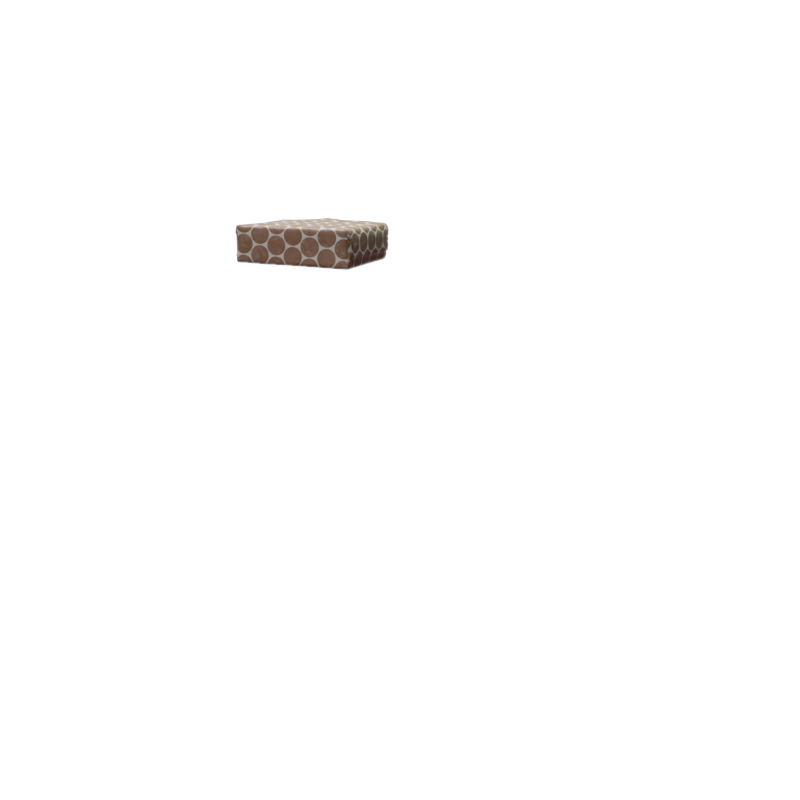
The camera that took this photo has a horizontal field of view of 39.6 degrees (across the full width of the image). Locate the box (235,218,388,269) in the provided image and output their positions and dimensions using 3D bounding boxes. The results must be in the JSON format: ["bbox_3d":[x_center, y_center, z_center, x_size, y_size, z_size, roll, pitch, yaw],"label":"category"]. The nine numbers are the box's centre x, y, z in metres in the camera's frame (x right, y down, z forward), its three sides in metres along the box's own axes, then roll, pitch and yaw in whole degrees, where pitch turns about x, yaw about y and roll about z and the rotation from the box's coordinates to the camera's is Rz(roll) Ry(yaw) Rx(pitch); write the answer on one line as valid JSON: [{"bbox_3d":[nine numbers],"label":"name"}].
[{"bbox_3d":[-0.062,-0.114,0.797,0.092,0.030,0.072,5,13,23],"label":"box"}]
